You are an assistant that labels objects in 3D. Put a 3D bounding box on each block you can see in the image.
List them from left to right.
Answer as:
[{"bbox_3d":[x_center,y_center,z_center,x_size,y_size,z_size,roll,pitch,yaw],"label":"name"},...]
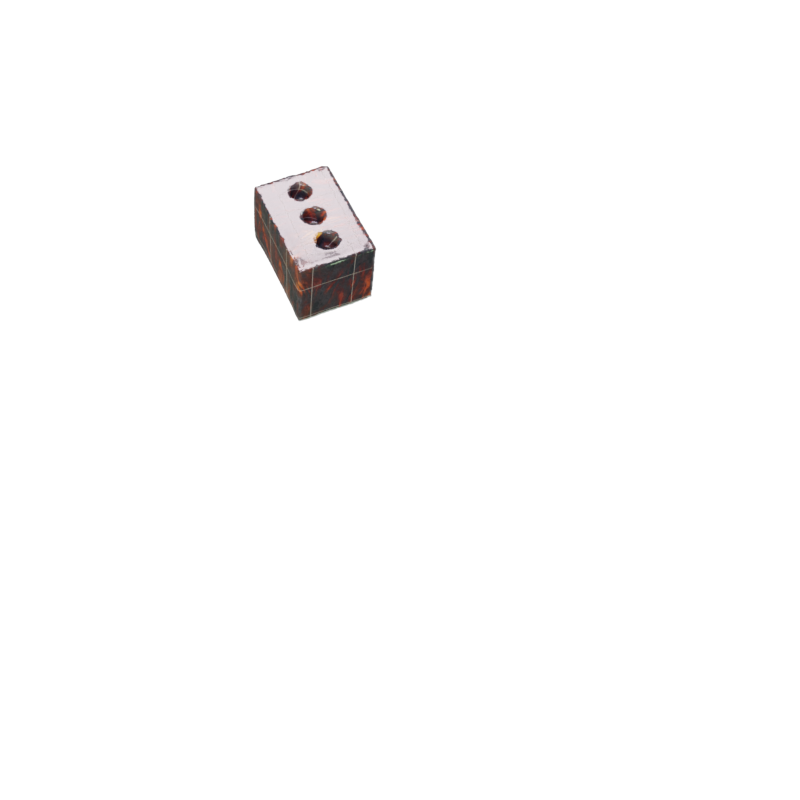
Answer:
[{"bbox_3d":[-0.055,-0.100,0.701,0.052,0.084,0.048,-19,-34,-16],"label":"block"}]
